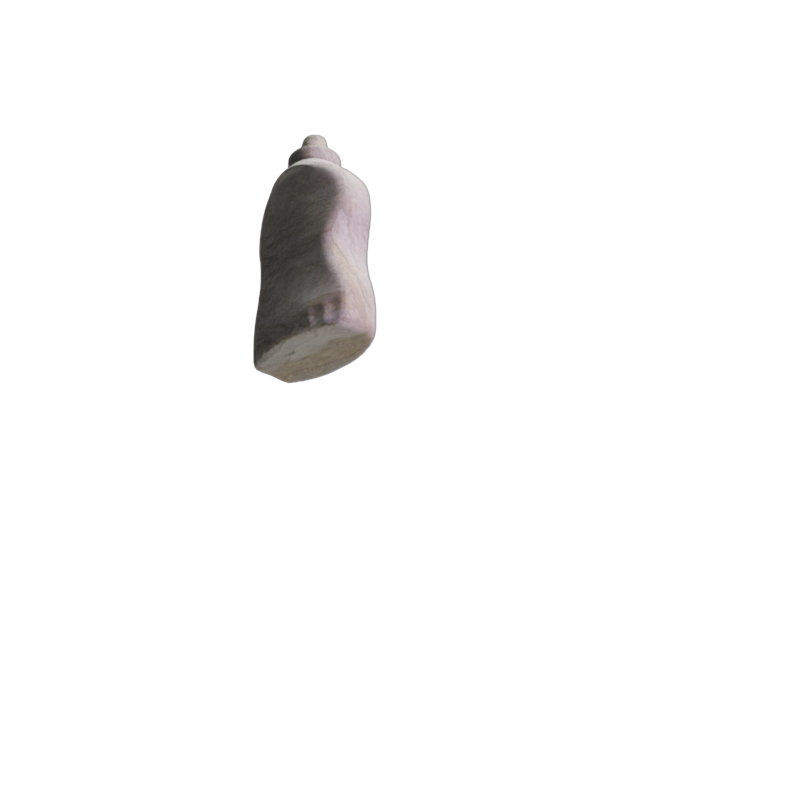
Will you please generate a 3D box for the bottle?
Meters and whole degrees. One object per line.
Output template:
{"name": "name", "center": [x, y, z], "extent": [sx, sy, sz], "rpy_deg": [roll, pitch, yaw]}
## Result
{"name": "bottle", "center": [-0.063, -0.115, 0.805], "extent": [0.055, 0.205, 0.096], "rpy_deg": [25, -41, -37]}
